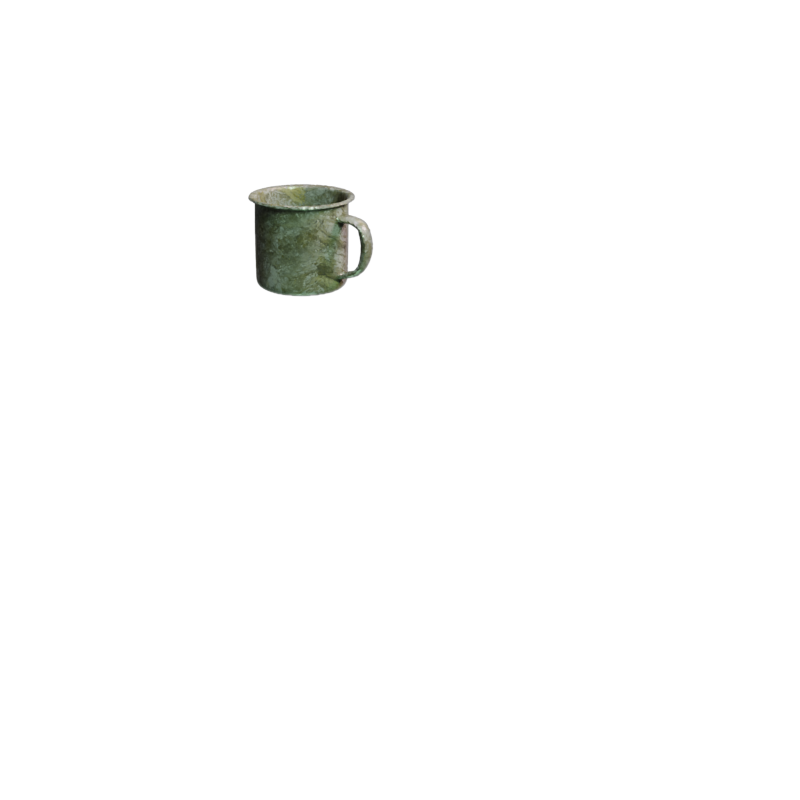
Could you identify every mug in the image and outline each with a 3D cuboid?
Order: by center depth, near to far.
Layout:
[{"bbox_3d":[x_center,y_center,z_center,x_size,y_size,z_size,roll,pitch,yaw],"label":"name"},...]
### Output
[{"bbox_3d":[-0.076,-0.138,0.968,0.122,0.078,0.093,11,22,28],"label":"mug"}]
